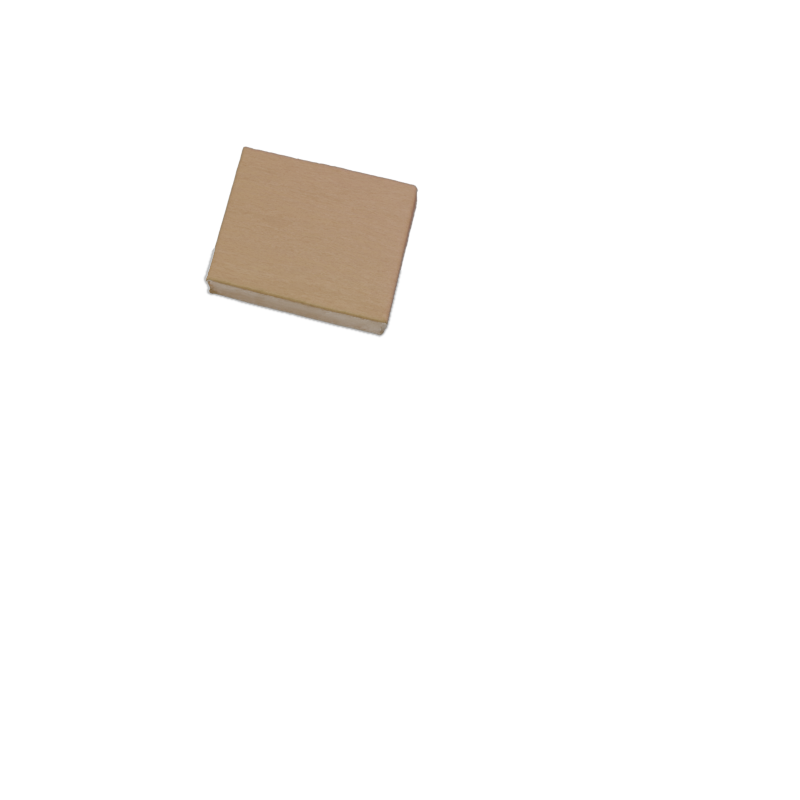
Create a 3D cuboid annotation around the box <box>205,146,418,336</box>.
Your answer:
[{"bbox_3d":[-0.053,-0.097,0.676,0.114,0.093,0.037,12,-19,4],"label":"box"}]
